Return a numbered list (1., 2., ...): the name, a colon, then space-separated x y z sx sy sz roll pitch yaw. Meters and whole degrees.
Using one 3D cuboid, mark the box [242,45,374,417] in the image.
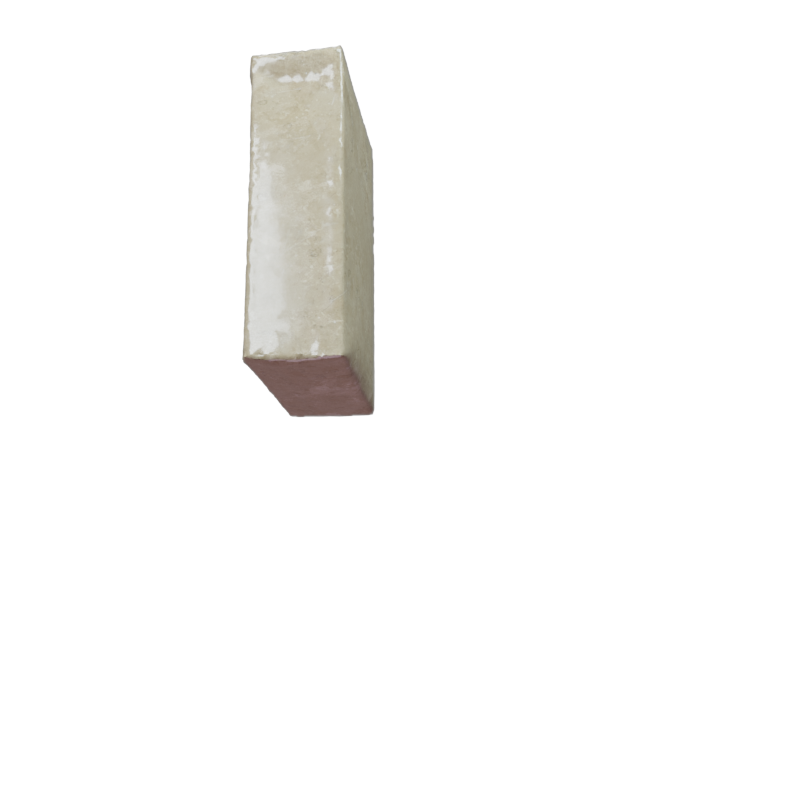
1. box: -0.060 -0.109 0.766 0.072 0.224 0.156 -3 -18 6
